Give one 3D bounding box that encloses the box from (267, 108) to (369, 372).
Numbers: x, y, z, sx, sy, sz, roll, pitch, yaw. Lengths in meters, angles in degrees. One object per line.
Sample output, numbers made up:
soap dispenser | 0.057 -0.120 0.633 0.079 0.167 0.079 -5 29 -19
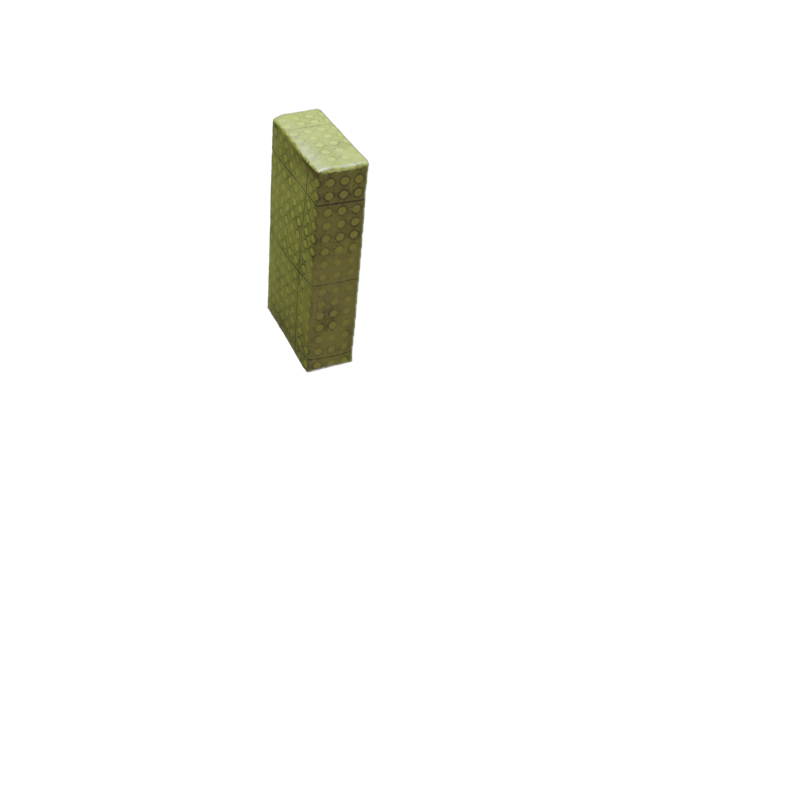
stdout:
box | -0.065 -0.119 0.831 0.047 0.165 0.101 -13 39 -21
